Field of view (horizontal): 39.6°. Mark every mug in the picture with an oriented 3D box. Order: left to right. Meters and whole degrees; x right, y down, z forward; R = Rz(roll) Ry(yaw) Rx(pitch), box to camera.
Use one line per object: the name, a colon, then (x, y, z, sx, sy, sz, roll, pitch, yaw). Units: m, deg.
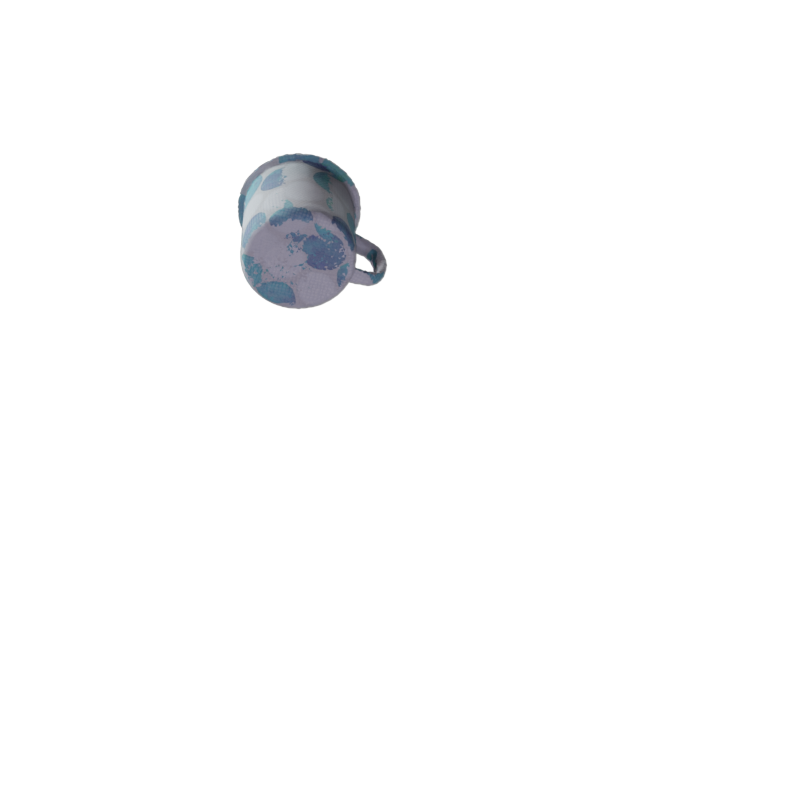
mug: (-0.063, -0.115, 0.804, 0.113, 0.090, 0.087, 25, 29, -17)
